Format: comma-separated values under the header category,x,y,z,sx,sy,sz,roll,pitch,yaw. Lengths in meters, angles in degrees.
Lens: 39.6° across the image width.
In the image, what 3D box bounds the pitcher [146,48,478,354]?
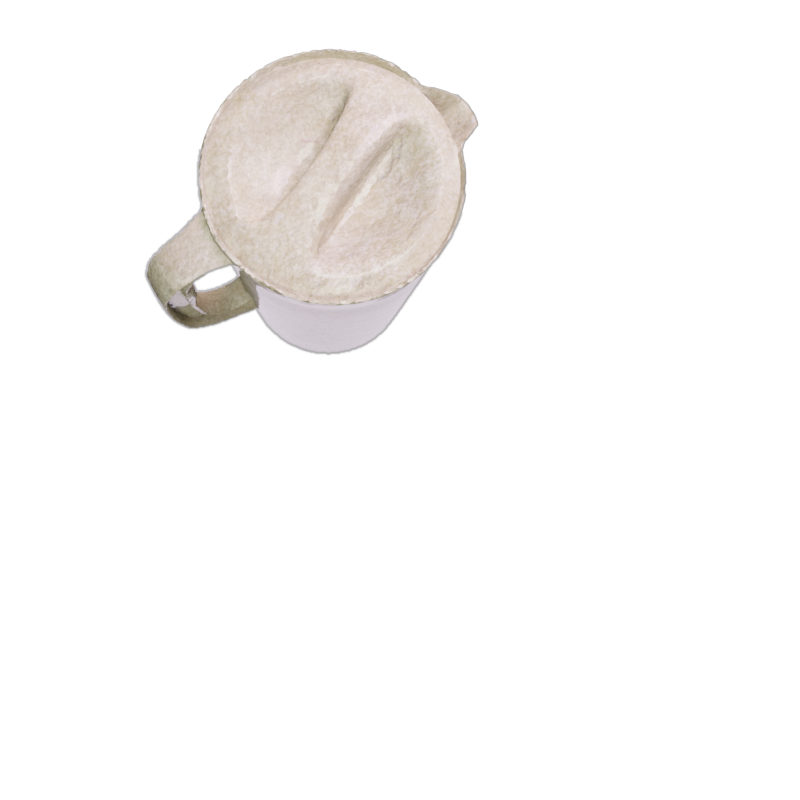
category,x,y,z,sx,sy,sz,roll,pitch,yaw
pitcher,-0.051,-0.094,0.655,0.150,0.149,0.236,14,-10,-1
